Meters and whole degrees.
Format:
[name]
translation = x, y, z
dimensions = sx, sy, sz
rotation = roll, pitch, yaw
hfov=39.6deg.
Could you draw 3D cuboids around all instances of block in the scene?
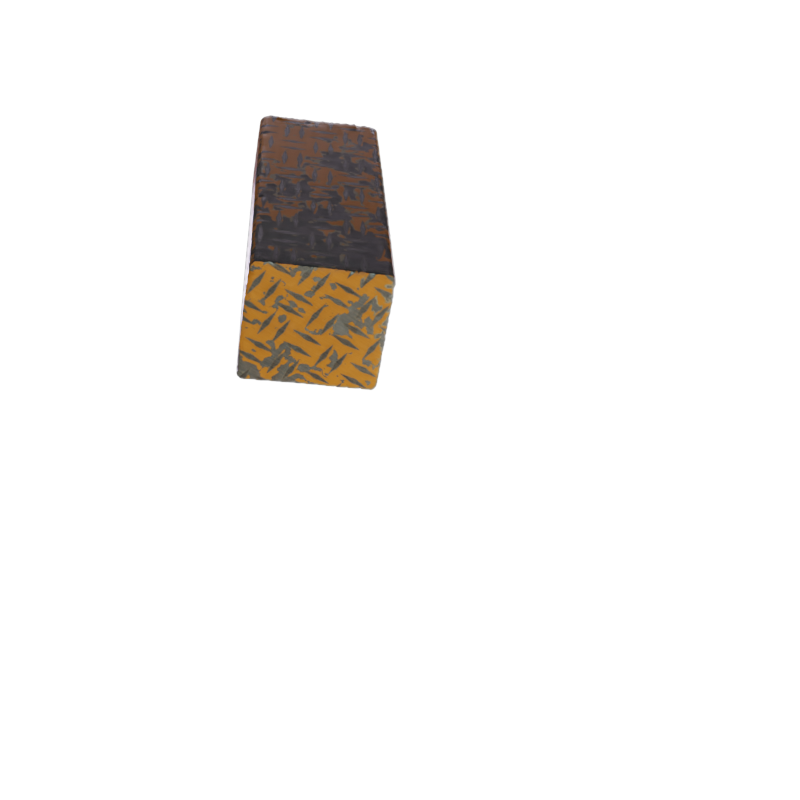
[block]
translation = -0.060, -0.110, 0.765
dimensions = 0.090, 0.085, 0.220
rotation = 5, 35, -7
